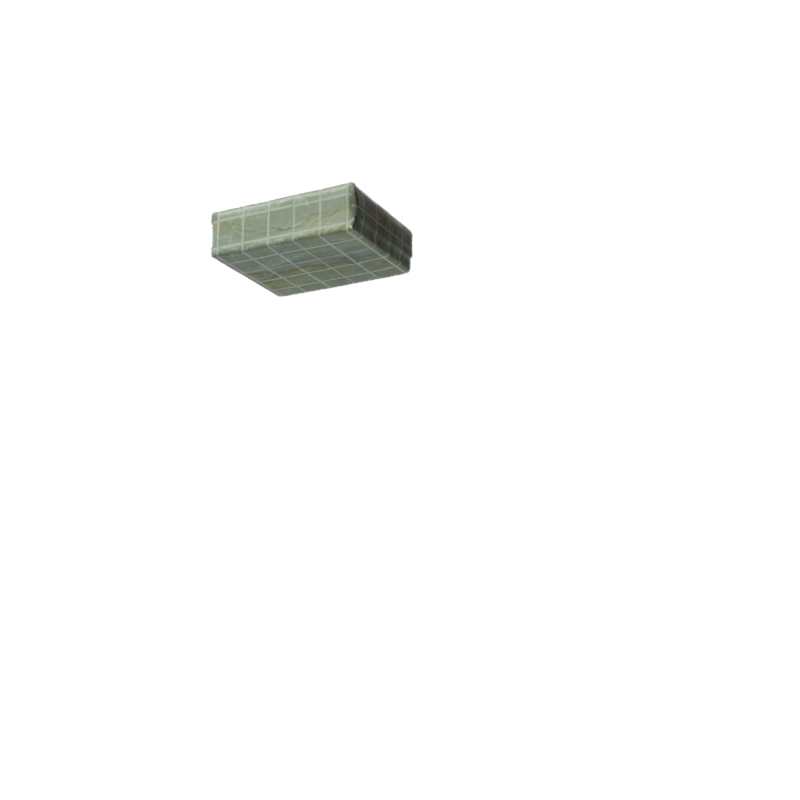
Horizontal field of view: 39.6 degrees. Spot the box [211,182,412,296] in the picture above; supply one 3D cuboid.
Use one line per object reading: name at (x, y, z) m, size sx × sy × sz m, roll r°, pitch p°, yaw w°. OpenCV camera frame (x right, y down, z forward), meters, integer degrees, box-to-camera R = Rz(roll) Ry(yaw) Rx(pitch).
box at (-0.048, -0.087, 0.610) m, size 0.091 × 0.032 × 0.068 m, roll -8°, pitch -18°, yaw 26°
